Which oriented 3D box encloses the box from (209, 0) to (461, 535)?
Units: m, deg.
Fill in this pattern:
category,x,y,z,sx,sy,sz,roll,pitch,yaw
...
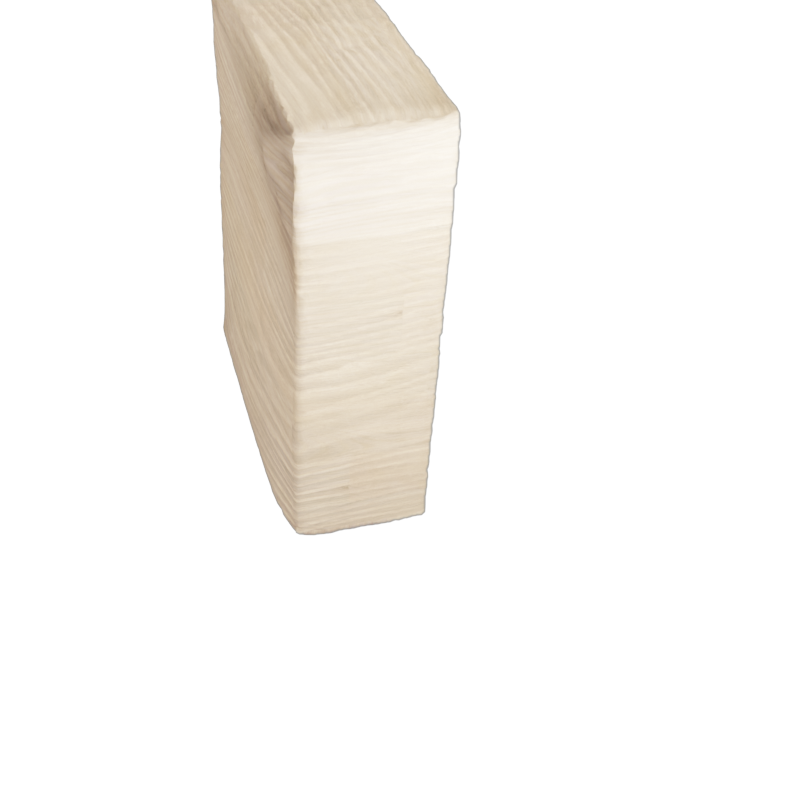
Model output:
category,x,y,z,sx,sy,sz,roll,pitch,yaw
box,-0.040,-0.072,0.506,0.071,0.200,0.178,-9,41,-15
